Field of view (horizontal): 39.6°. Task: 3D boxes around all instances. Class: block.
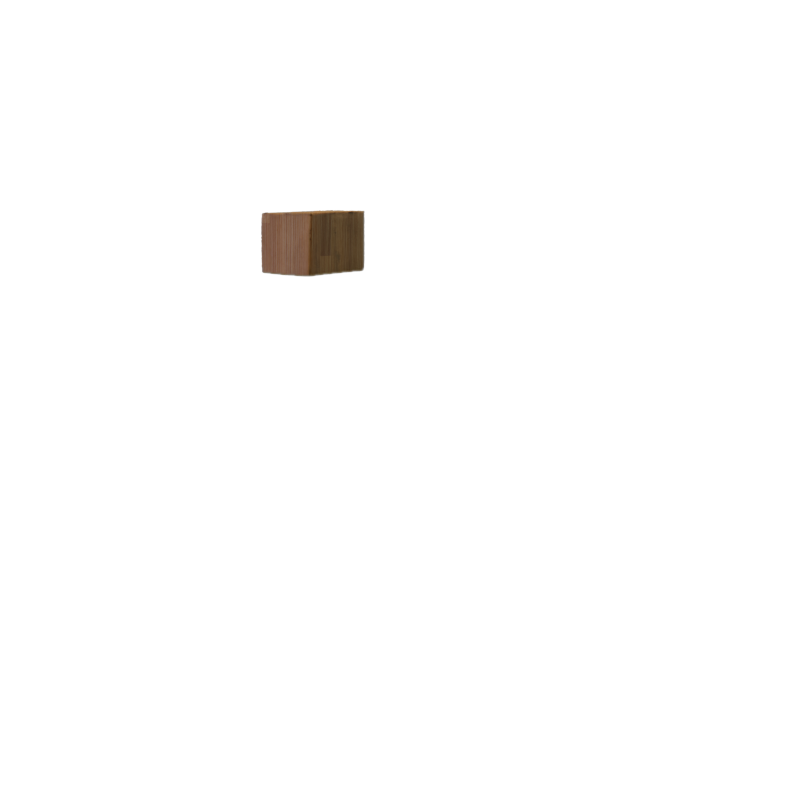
[{"bbox_3d":[-0.072,-0.132,0.922,0.055,0.051,0.076,5,10,34],"label":"block"}]
